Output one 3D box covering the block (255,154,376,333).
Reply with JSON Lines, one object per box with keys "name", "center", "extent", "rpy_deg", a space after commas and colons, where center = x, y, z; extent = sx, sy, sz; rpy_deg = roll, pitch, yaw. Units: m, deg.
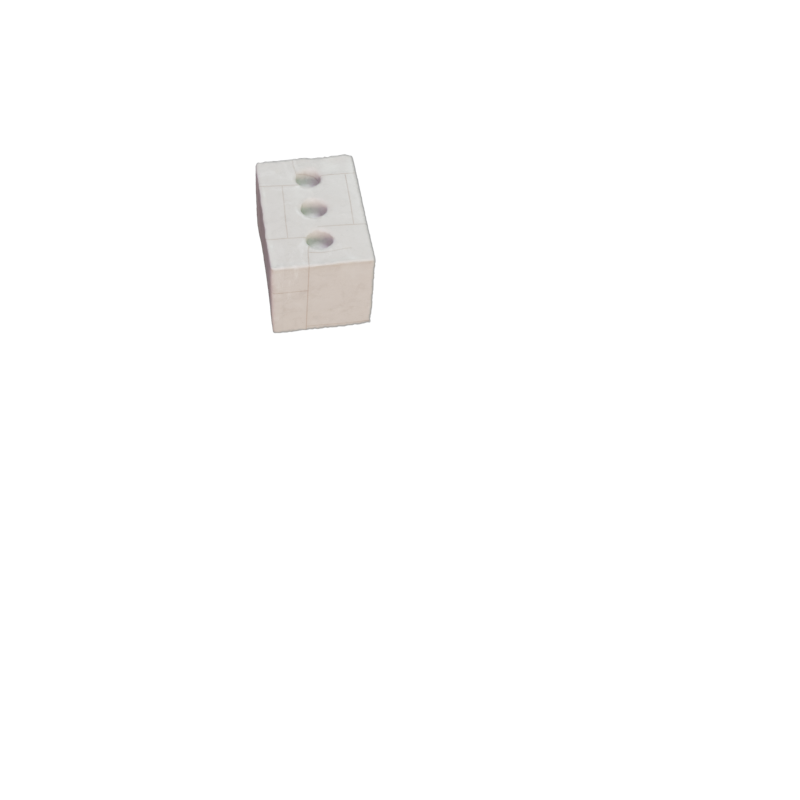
{"name": "block", "center": [-0.045, -0.081, 0.571], "extent": [0.052, 0.084, 0.048], "rpy_deg": [-7, -39, -8]}
